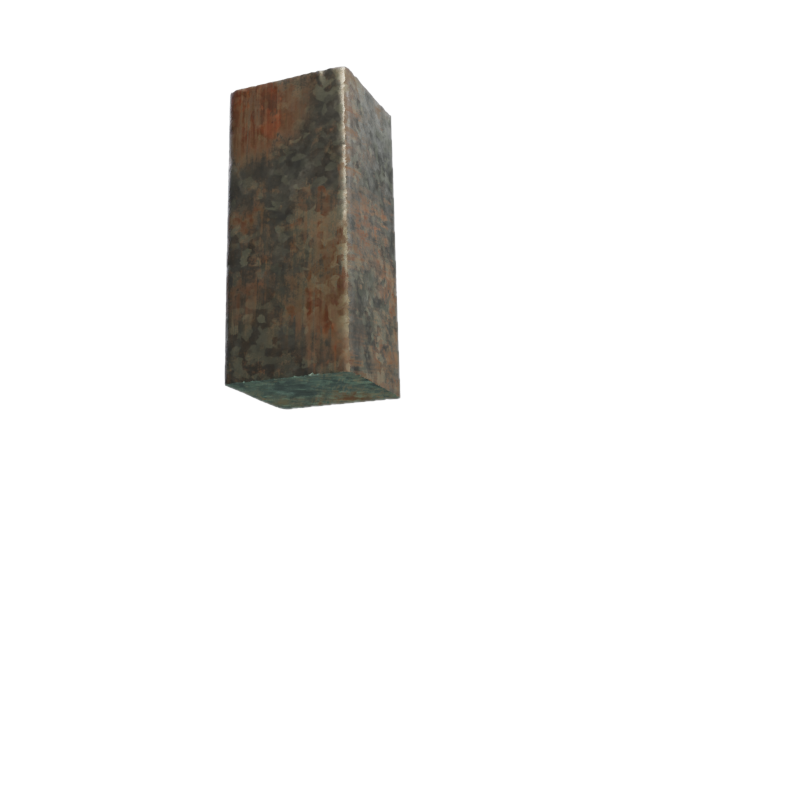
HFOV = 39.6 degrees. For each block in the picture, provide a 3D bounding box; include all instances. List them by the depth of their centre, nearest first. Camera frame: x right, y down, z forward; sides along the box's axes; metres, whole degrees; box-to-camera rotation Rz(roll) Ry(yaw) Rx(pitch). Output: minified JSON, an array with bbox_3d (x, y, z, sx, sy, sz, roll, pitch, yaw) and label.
[{"bbox_3d":[-0.059,-0.107,0.749,0.092,0.215,0.085,-9,-20,21],"label":"block"}]
